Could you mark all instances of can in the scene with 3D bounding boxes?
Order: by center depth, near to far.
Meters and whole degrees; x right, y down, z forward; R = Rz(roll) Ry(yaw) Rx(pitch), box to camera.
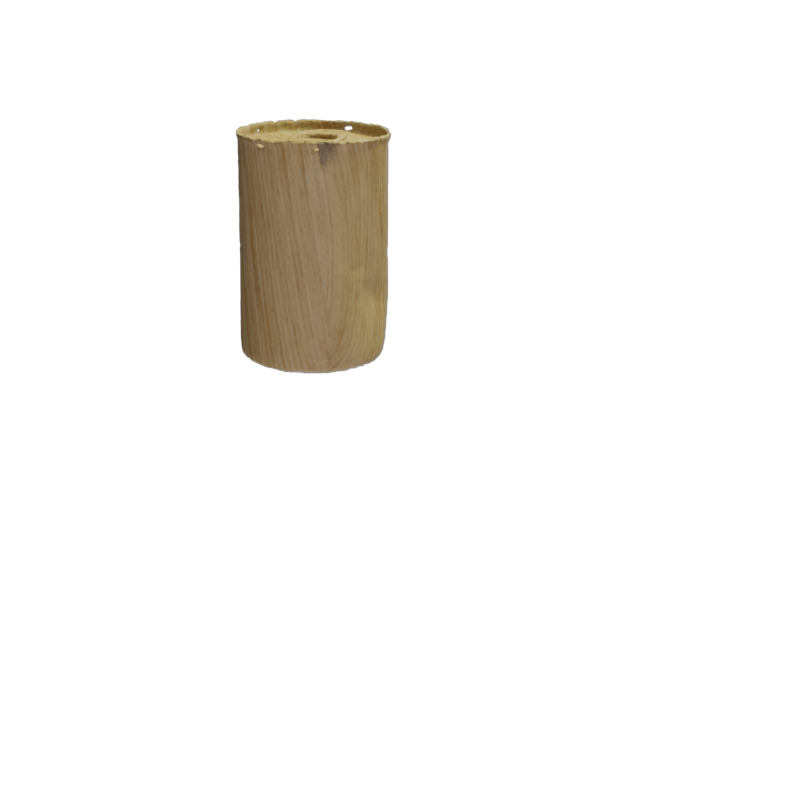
[{"bbox_3d":[-0.039,-0.071,0.498,0.068,0.098,0.071,0,17,-2],"label":"can"}]
